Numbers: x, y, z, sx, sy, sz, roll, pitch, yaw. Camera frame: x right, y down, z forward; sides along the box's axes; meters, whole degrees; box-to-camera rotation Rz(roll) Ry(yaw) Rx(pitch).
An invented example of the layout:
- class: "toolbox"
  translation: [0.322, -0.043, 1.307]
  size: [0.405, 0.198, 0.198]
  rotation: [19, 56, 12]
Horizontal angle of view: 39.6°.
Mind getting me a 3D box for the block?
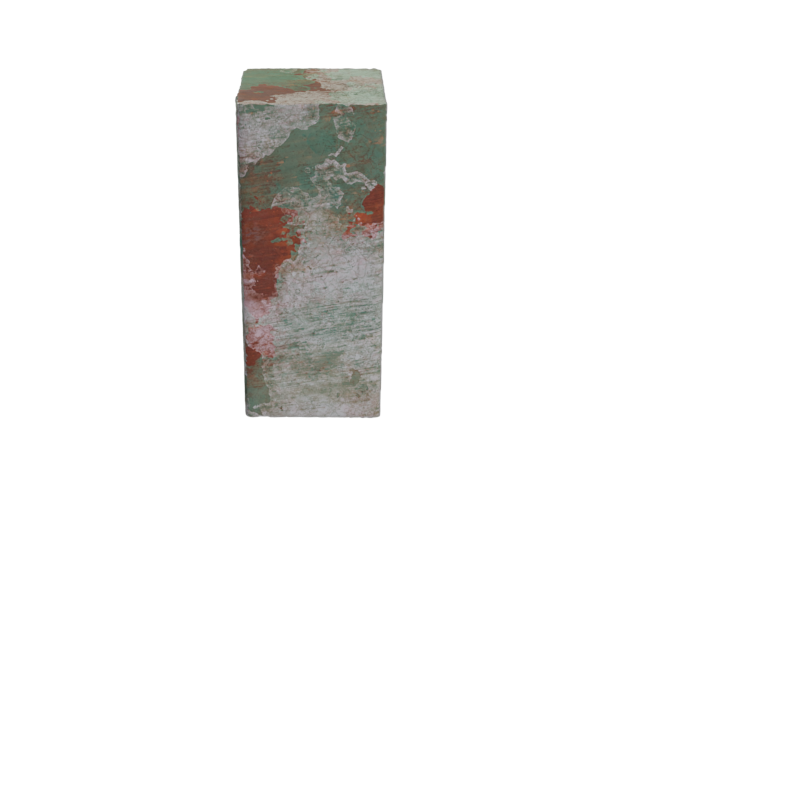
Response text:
- class: "block"
  translation: [-0.056, -0.101, 0.710]
  size: [0.090, 0.196, 0.096]
  rotation: [1, 25, -2]
